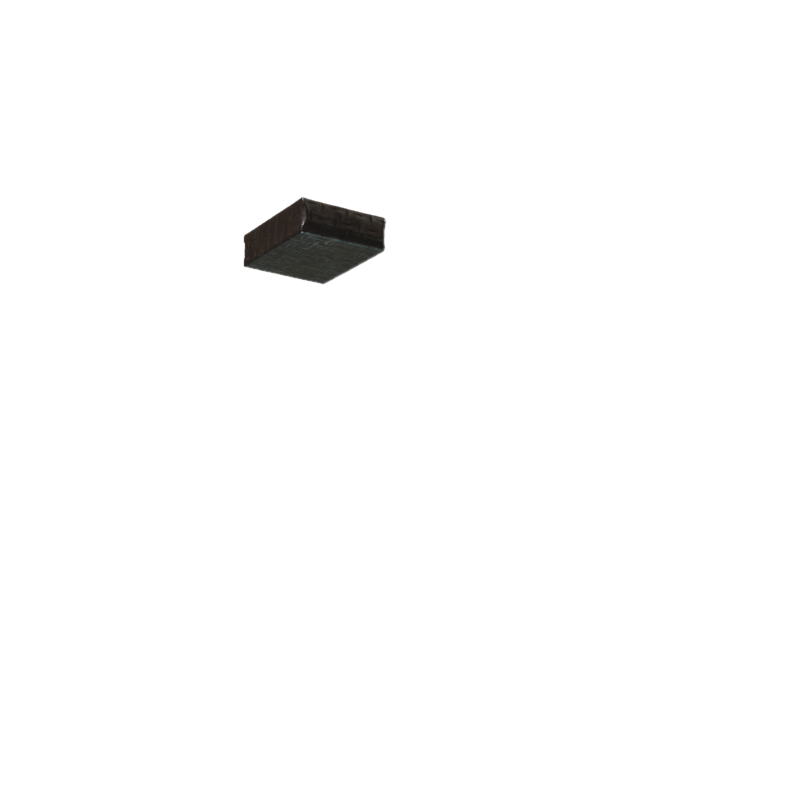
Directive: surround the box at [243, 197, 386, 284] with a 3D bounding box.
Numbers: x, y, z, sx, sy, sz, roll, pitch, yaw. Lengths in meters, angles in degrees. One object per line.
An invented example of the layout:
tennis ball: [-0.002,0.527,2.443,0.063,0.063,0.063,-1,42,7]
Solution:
box: [-0.065,-0.118,0.826,0.070,0.031,0.089,10,-18,-32]
